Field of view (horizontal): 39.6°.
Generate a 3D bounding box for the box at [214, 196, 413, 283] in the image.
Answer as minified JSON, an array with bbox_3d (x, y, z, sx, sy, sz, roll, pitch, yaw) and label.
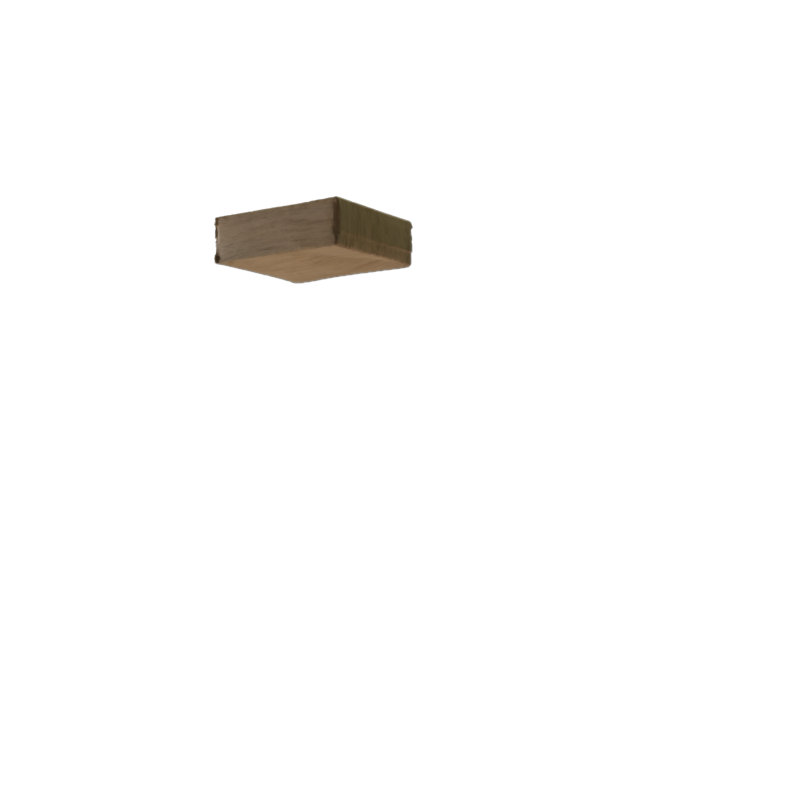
[{"bbox_3d":[-0.061,-0.112,0.784,0.117,0.040,0.085,-5,-9,36],"label":"box"}]
